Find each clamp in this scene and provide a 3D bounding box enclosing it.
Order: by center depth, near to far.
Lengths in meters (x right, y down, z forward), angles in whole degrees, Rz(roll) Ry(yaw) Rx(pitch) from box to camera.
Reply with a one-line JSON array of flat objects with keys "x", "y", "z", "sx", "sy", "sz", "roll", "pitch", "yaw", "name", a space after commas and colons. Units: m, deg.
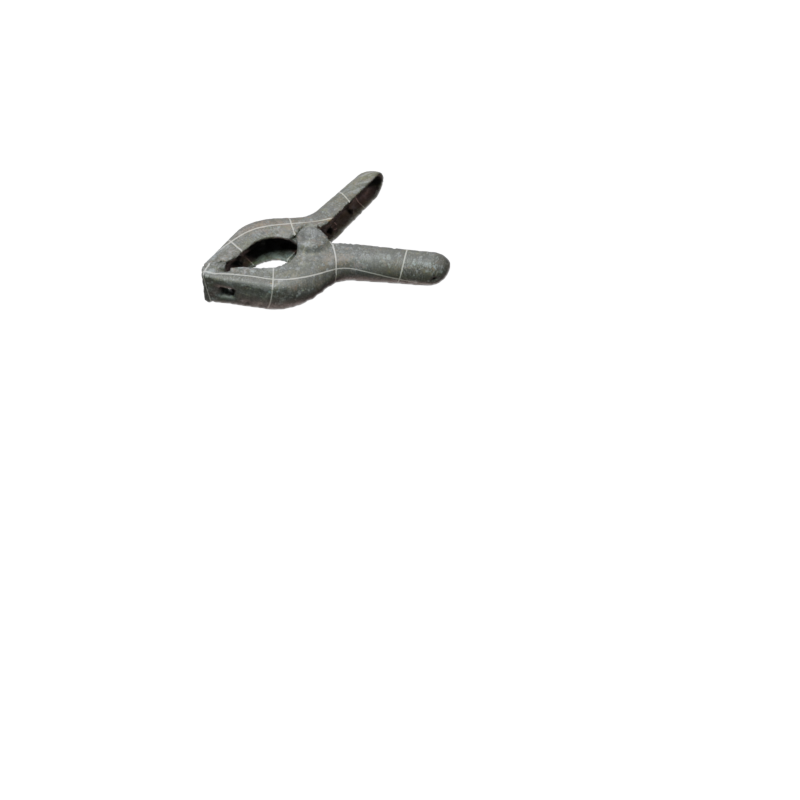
[{"x": -0.063, "y": -0.114, "z": 0.799, "sx": 0.169, "sy": 0.037, "sz": 0.130, "roll": -11, "pitch": 42, "yaw": -12, "name": "clamp"}]
